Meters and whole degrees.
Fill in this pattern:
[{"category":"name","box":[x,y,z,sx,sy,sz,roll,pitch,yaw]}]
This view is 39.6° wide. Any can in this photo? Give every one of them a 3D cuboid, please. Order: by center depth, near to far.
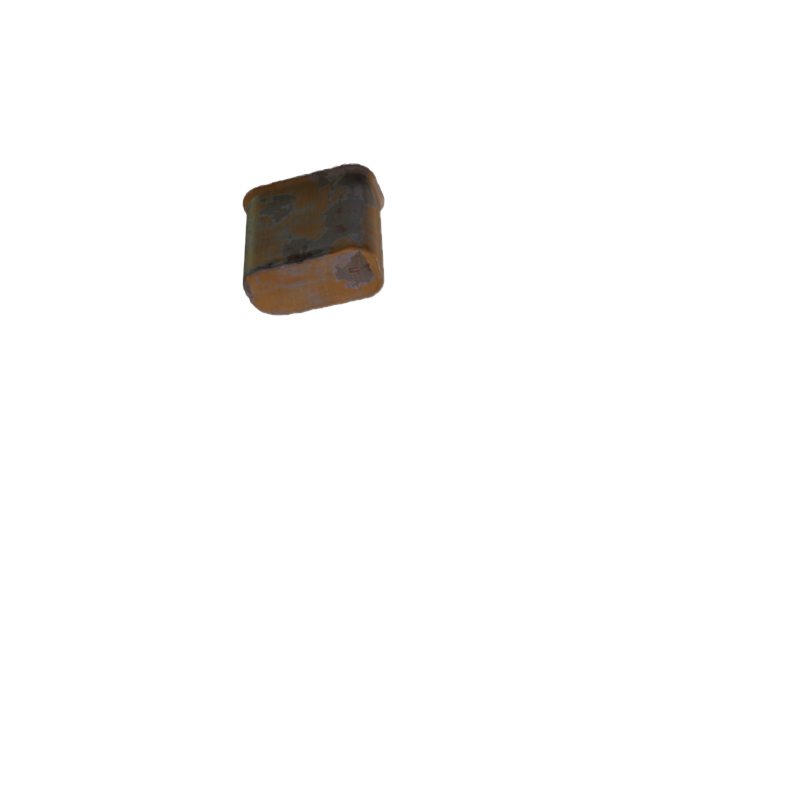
[{"category":"can","box":[-0.062,-0.112,0.788,0.103,0.090,0.053,-12,-42,12]}]
